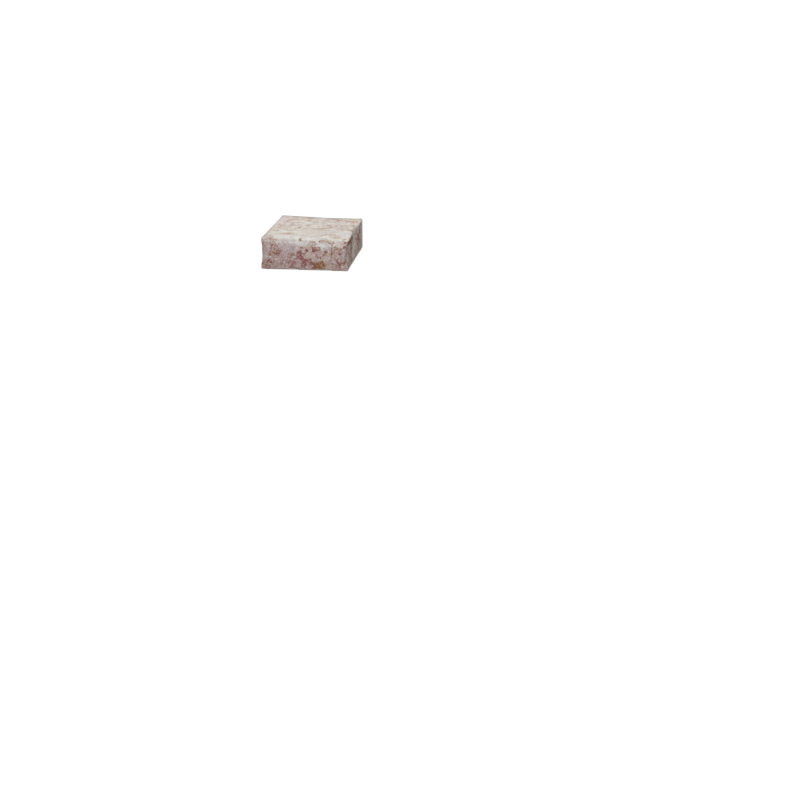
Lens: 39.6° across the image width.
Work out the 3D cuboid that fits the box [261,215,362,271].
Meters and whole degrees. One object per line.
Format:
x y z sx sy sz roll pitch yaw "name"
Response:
-0.074 -0.134 0.940 0.074 0.029 0.092 3 20 8 "box"
